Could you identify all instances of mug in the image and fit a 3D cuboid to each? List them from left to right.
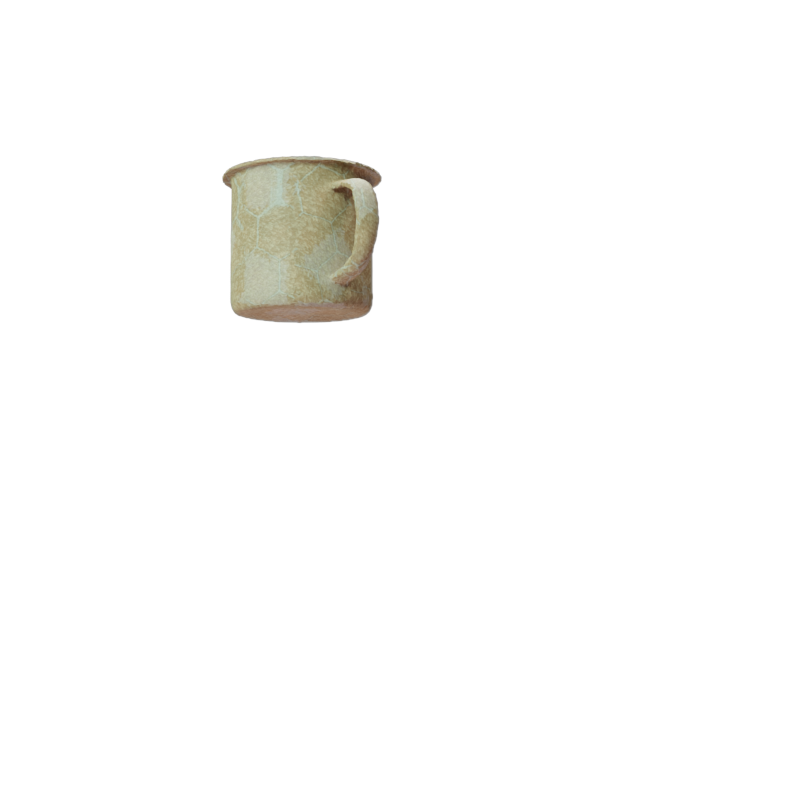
[{"bbox_3d":[-0.049,-0.090,0.629,0.089,0.083,0.120,5,-8,-37],"label":"mug"}]
